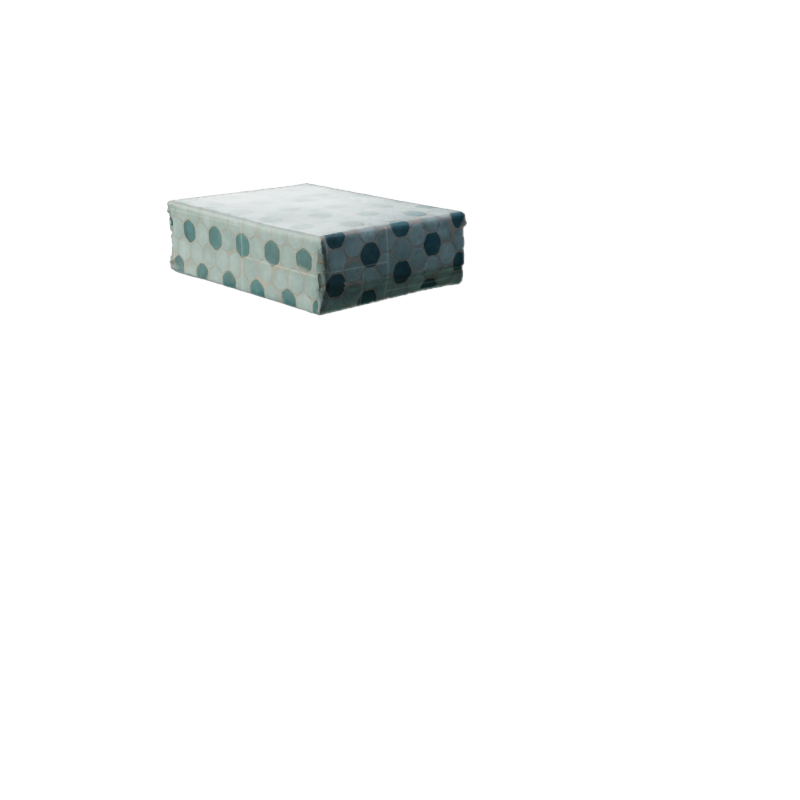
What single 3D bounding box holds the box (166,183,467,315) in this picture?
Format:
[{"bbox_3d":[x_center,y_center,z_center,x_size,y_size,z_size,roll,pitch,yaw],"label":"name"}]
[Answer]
[{"bbox_3d":[-0.040,-0.074,0.515,0.088,0.038,0.120,-15,22,-42],"label":"box"}]
